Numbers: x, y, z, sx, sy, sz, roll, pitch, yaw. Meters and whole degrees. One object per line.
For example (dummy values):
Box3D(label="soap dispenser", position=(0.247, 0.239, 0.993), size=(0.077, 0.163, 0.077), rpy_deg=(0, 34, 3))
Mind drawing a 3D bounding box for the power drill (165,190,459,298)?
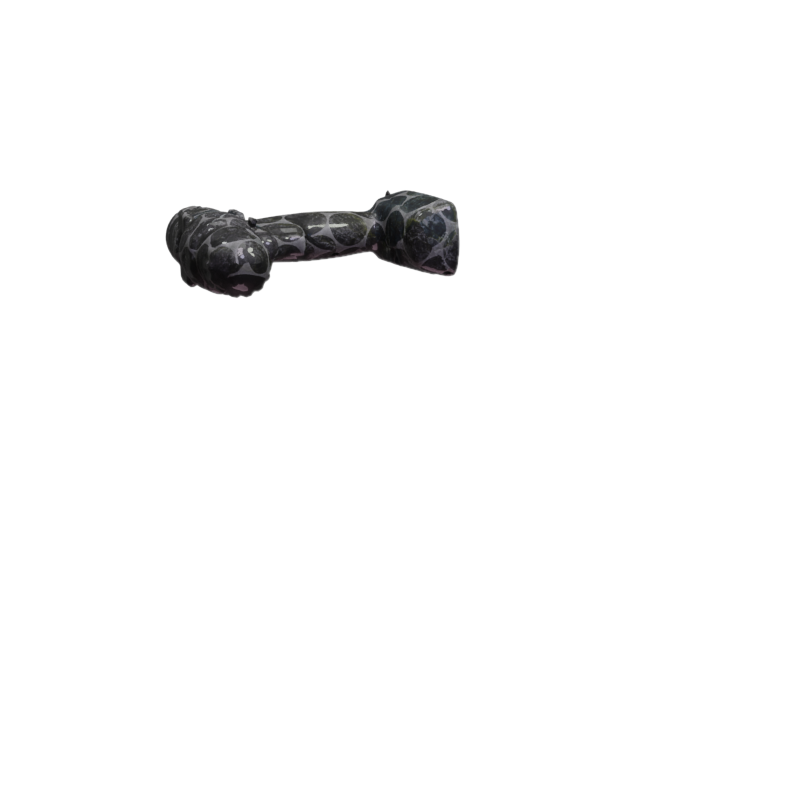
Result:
Box3D(label="power drill", position=(-0.059, -0.108, 0.755), size=(0.184, 0.056, 0.194), rpy_deg=(-5, 17, -18))
